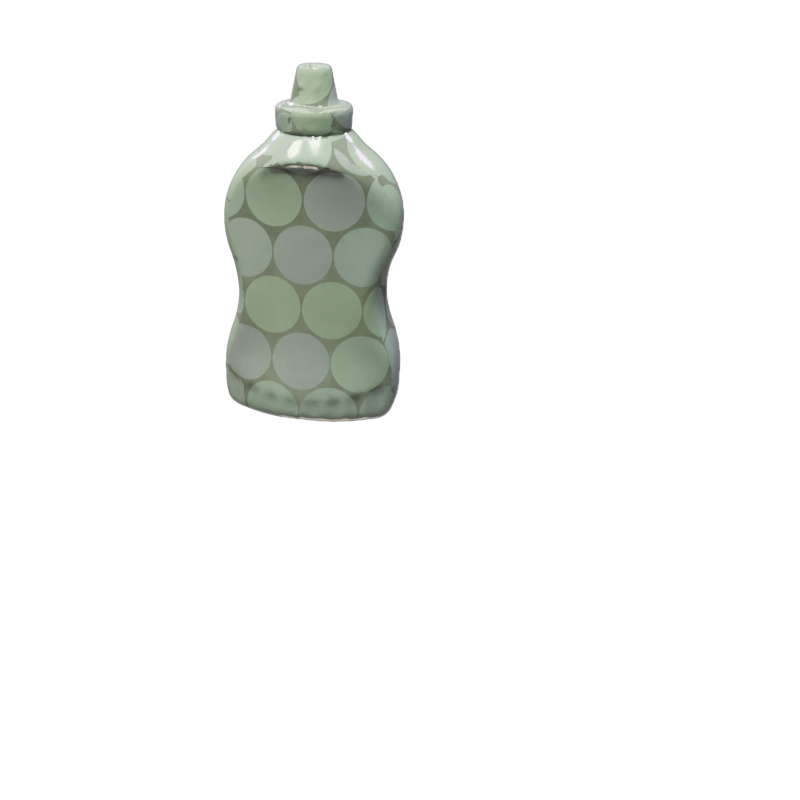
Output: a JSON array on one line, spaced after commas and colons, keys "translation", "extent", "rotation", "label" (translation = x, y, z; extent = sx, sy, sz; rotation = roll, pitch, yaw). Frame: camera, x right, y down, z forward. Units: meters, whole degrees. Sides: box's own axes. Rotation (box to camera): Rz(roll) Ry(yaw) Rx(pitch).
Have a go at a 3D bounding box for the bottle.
[{"translation": [-0.047, -0.086, 0.601], "extent": [0.098, 0.183, 0.060], "rotation": [6, 21, 12], "label": "bottle"}]
